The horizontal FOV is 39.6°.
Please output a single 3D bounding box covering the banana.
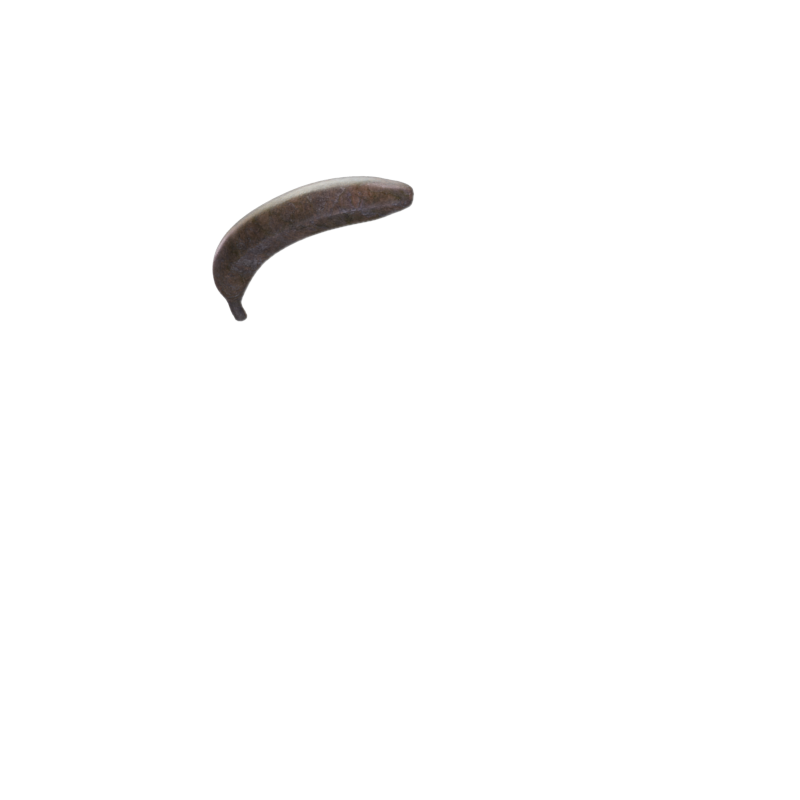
[{"bbox_3d":[-0.082,-0.126,0.841,0.197,0.039,0.065,-28,-43,34],"label":"banana"}]
